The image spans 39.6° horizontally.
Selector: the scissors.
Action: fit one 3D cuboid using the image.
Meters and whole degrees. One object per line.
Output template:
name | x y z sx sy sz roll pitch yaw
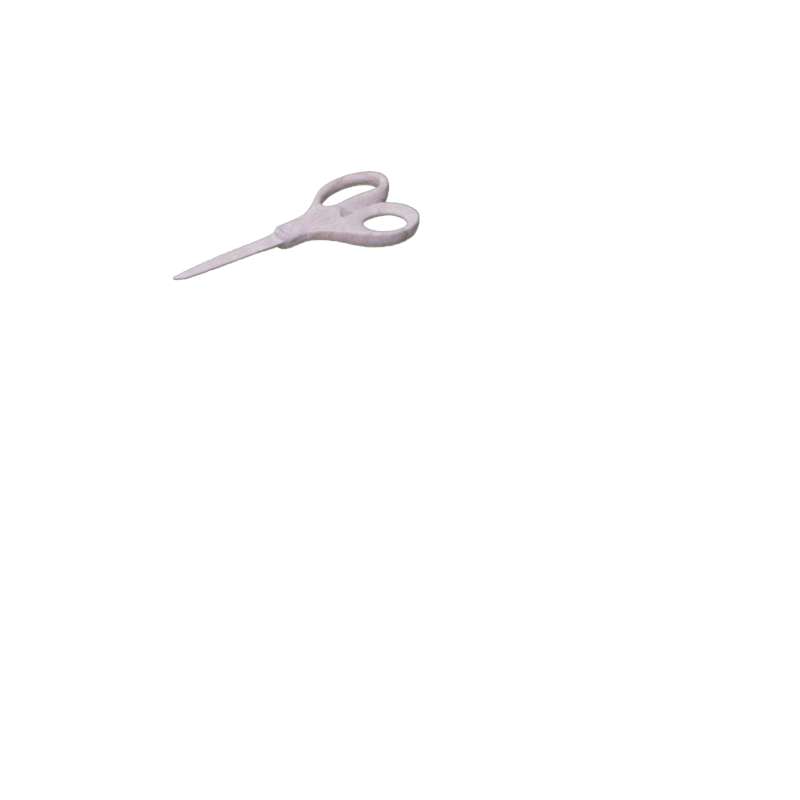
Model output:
scissors | -0.065 -0.119 0.834 0.102 0.015 0.204 27 48 27
